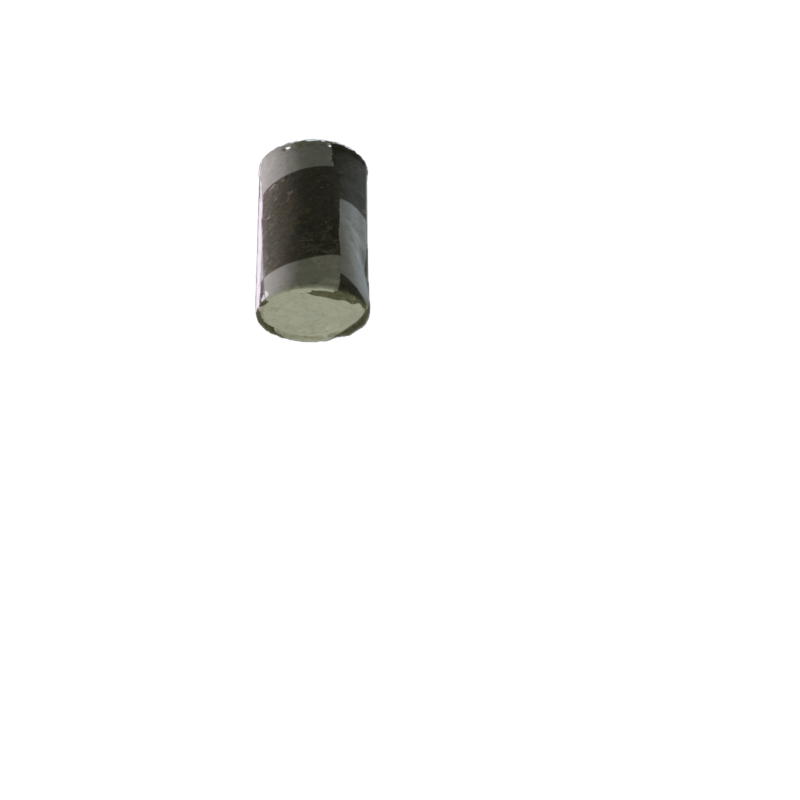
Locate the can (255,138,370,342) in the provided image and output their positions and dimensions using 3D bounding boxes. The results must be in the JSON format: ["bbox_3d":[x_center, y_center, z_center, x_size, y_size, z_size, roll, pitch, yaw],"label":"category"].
[{"bbox_3d":[-0.052,-0.094,0.659,0.068,0.109,0.064,0,-29,-2],"label":"can"}]
